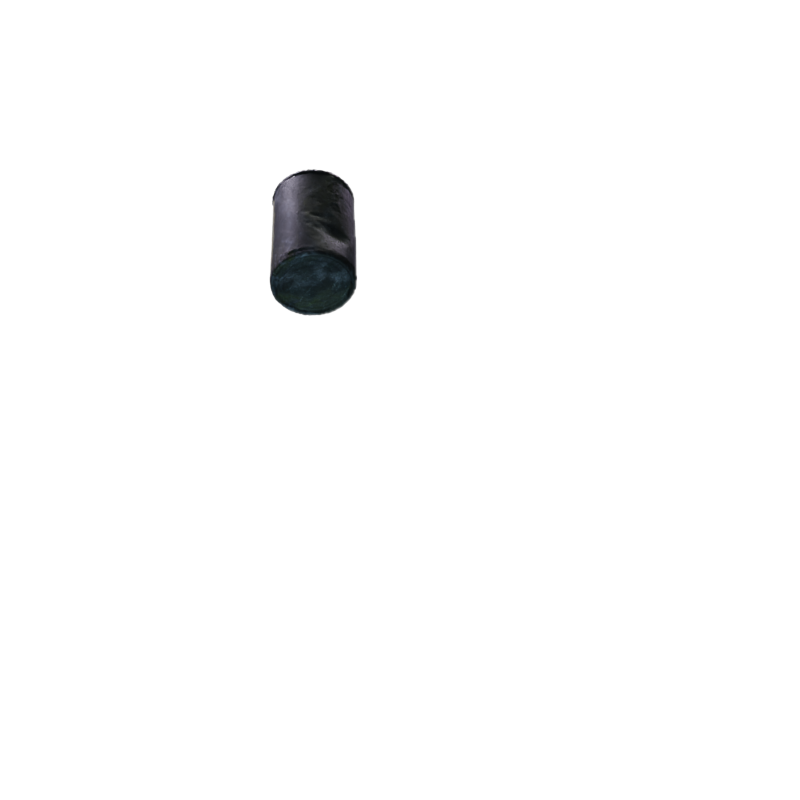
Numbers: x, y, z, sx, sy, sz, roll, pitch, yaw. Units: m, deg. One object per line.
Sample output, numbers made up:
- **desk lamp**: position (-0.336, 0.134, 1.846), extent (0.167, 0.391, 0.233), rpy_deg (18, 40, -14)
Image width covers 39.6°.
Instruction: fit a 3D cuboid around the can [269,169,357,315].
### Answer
- **can**: position (-0.069, -0.125, 0.878), extent (0.068, 0.110, 0.064), rpy_deg (-1, -45, -3)
